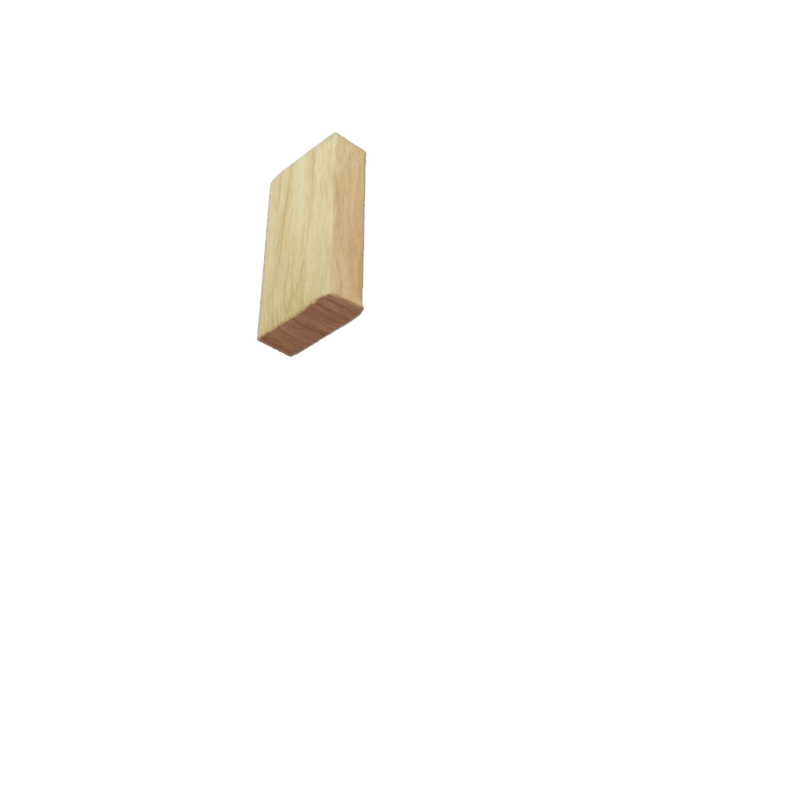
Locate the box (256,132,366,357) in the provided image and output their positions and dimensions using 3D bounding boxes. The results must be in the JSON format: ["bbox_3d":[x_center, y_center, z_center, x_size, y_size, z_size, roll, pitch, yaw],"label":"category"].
[{"bbox_3d":[-0.074,-0.135,0.944,0.045,0.189,0.093,28,-44,-36],"label":"box"}]
